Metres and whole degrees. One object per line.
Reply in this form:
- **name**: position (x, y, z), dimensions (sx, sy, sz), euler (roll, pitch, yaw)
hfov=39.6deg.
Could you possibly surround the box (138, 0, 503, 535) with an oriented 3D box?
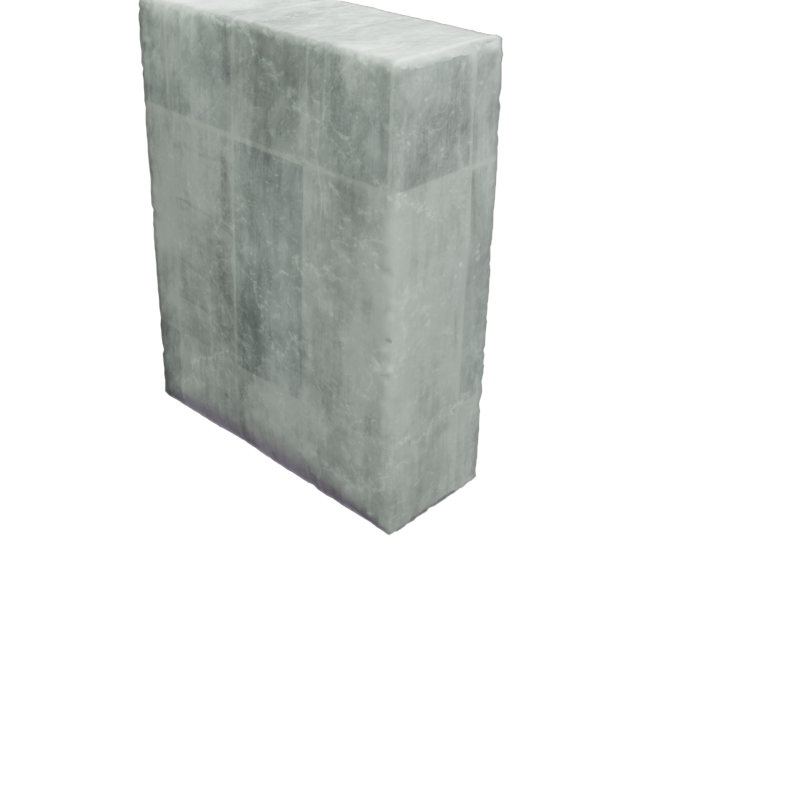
- **box**: position (-0.040, -0.073, 0.510), dimensions (0.071, 0.202, 0.175), euler (-23, 36, -40)
